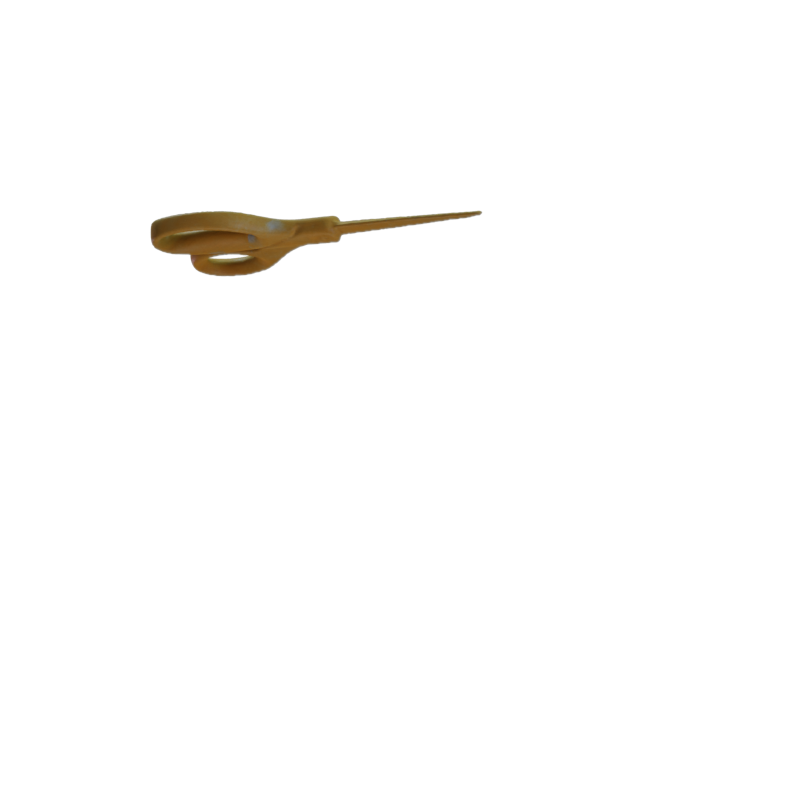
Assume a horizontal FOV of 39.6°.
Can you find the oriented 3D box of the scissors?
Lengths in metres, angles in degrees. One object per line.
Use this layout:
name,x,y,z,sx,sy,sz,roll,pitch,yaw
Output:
scissors,-0.055,-0.100,0.701,0.202,0.016,0.092,0,-13,0
